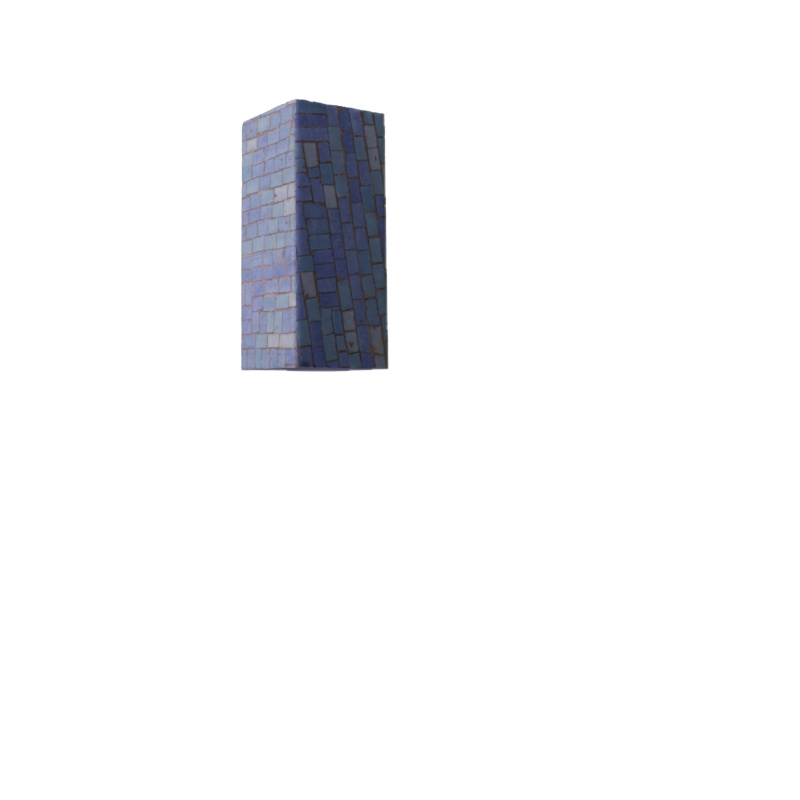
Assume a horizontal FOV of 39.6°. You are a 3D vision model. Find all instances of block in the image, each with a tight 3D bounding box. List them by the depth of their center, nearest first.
[{"bbox_3d":[-0.071,-0.128,0.897,0.086,0.210,0.093,4,-8,-34],"label":"block"}]
